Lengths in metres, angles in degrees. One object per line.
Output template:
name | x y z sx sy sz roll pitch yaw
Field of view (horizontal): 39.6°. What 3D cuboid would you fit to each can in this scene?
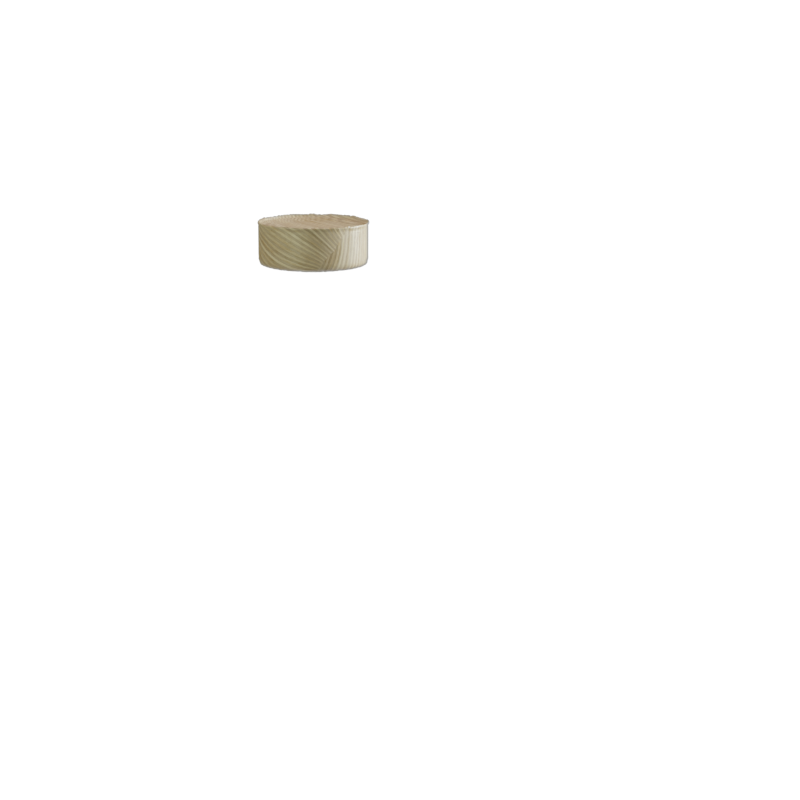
can | -0.067 -0.122 0.853 0.086 0.033 0.089 0 15 -2
